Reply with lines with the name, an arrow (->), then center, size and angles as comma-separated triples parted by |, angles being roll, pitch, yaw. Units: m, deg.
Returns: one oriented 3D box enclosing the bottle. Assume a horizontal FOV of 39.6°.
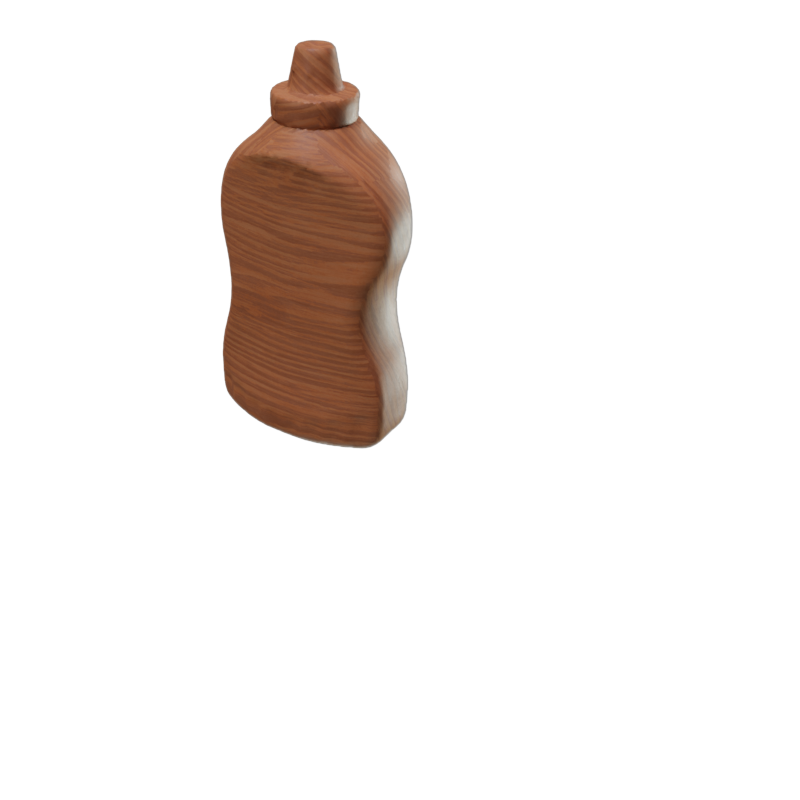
bottle -> -0.041, -0.076, 0.531 | 0.101, 0.181, 0.058 | 19, 31, 30
